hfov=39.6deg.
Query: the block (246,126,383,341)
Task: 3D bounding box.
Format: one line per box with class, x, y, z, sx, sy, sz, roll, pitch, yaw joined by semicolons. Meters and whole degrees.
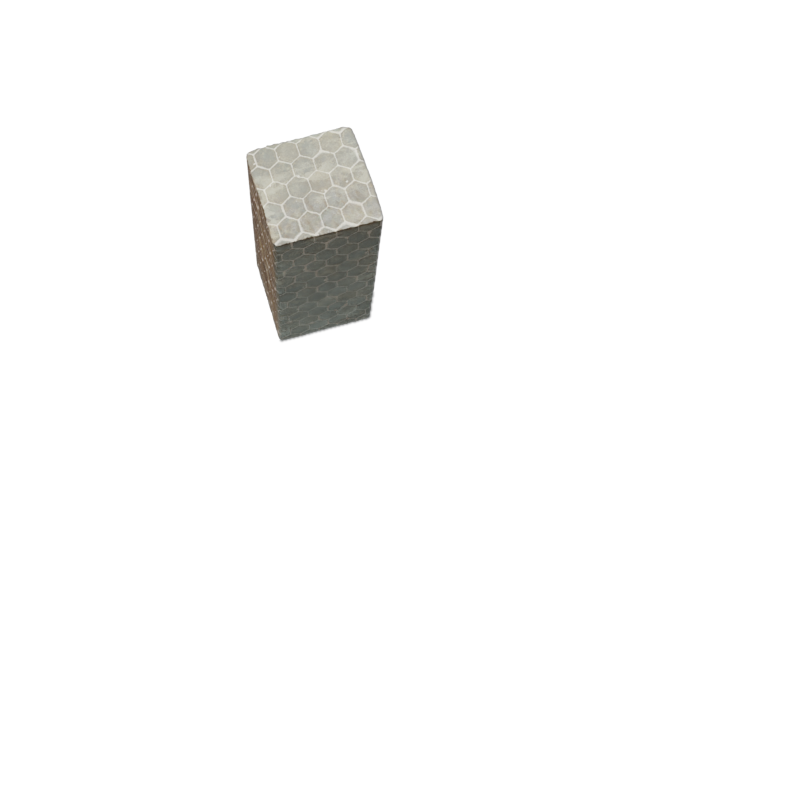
block;-0.075;-0.137;0.957;0.090;0.095;0.196;-15;-18;-9
